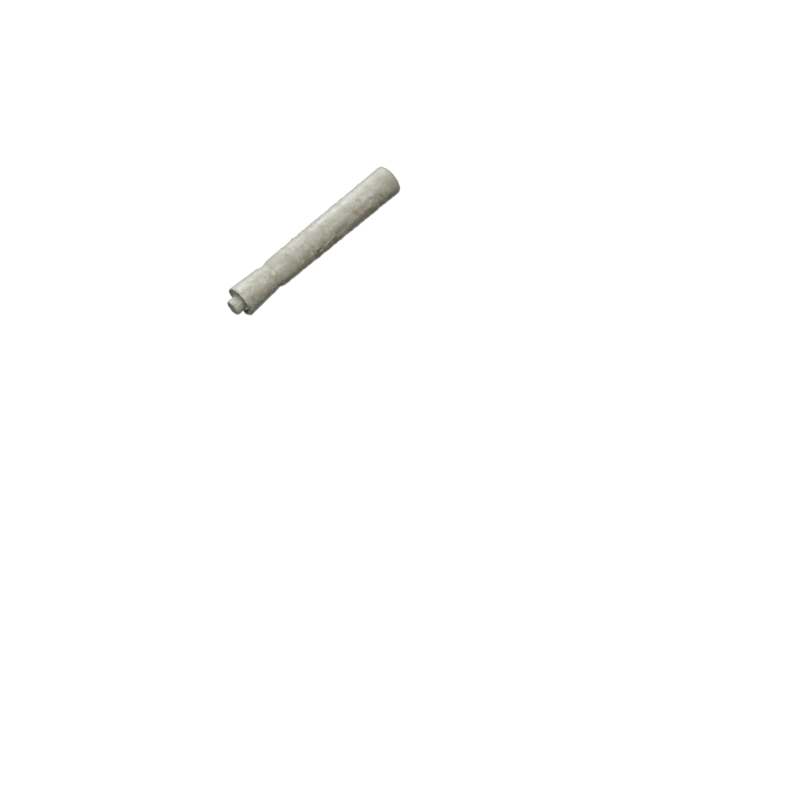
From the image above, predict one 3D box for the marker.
[{"bbox_3d":[-0.048,-0.088,0.618,0.122,0.019,0.020,-42,21,-20],"label":"marker"}]
